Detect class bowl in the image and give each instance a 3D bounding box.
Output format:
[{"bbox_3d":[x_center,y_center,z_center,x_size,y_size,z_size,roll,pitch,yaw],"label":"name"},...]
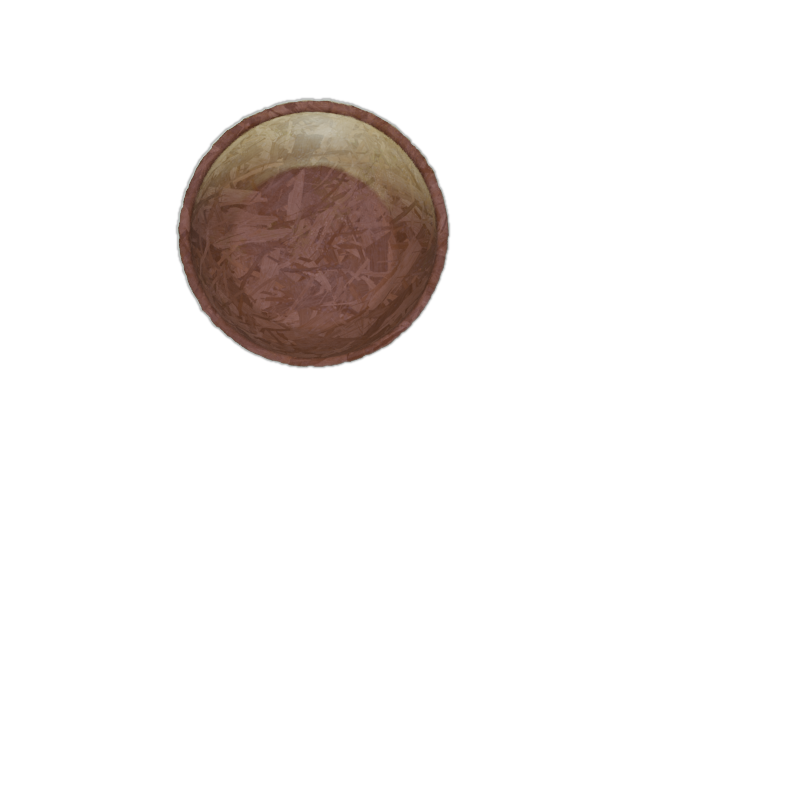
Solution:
[{"bbox_3d":[-0.050,-0.091,0.636,0.162,0.159,0.056,0,9,-1],"label":"bowl"}]
